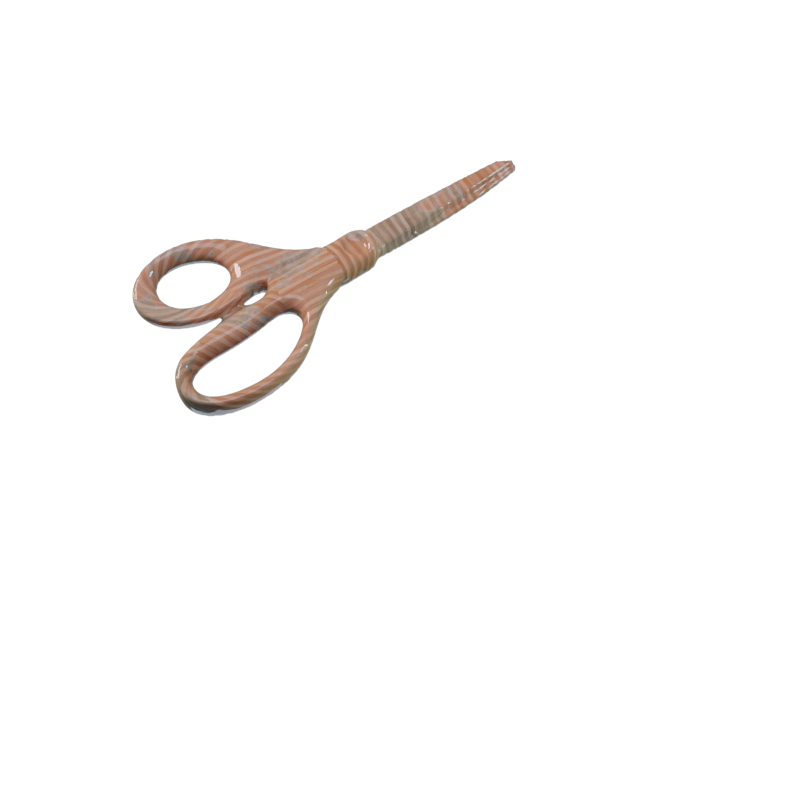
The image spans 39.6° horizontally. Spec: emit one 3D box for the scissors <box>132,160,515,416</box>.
[{"bbox_3d":[-0.041,-0.074,0.520,0.101,0.206,0.015,31,-30,20],"label":"scissors"}]
